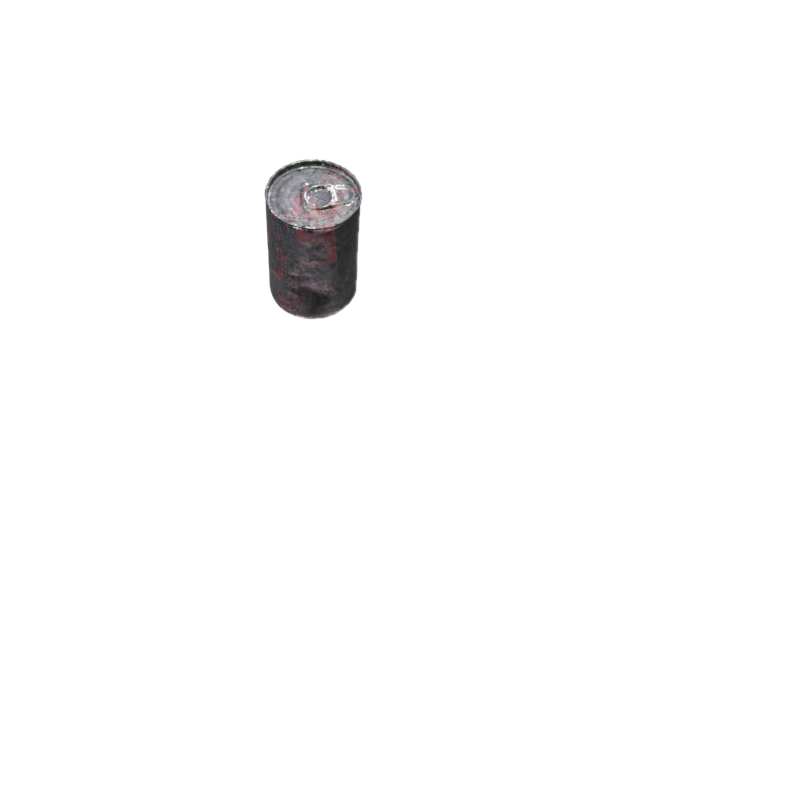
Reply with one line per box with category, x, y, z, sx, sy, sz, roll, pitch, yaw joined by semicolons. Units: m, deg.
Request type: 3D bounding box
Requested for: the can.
can;-0.063;-0.115;0.808;0.068;0.073;0.095;0;-38;-3
